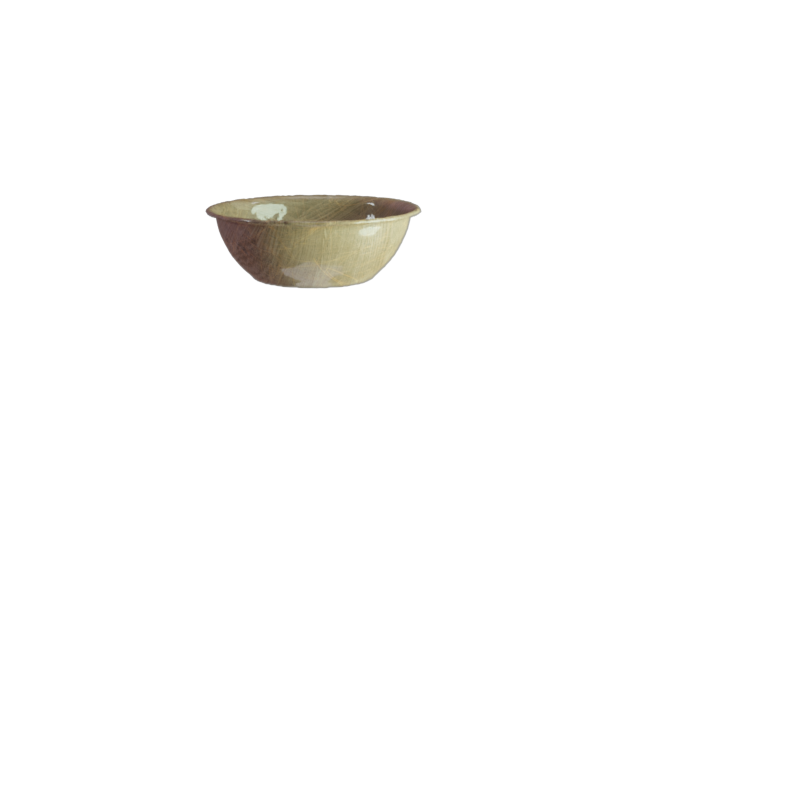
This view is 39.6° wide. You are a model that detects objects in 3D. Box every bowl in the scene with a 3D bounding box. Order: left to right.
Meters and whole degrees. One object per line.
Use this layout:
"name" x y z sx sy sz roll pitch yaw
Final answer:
"bowl" -0.066 -0.120 0.837 0.162 0.053 0.167 -1 16 -2
